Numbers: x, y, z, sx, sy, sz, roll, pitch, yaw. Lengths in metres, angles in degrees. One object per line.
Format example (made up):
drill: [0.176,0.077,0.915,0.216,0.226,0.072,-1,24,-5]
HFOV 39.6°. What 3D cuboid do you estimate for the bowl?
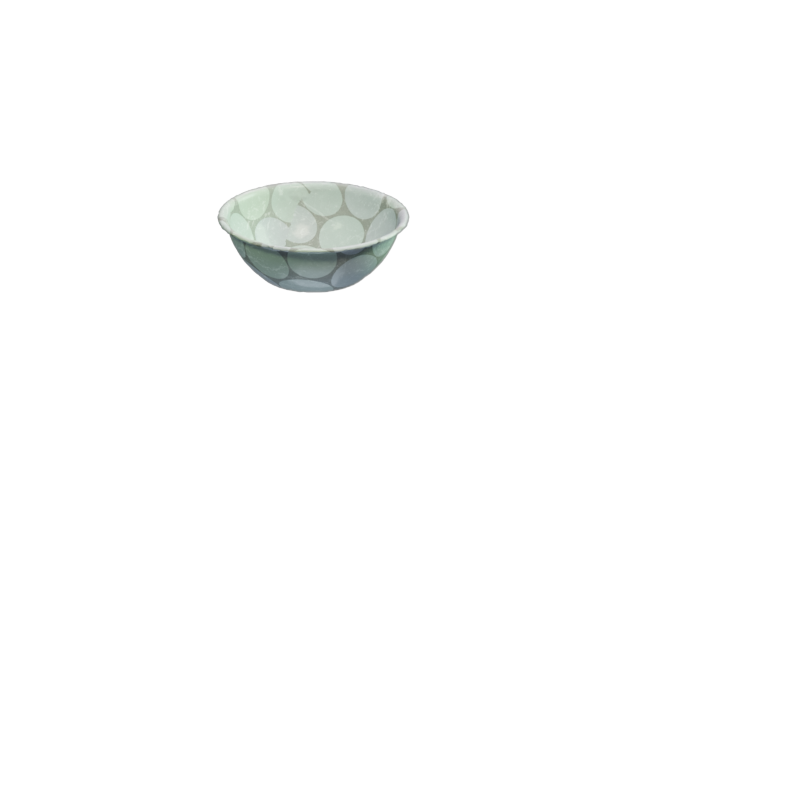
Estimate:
bowl: [-0.074,-0.135,0.943,0.162,0.052,0.171,-1,28,-2]
